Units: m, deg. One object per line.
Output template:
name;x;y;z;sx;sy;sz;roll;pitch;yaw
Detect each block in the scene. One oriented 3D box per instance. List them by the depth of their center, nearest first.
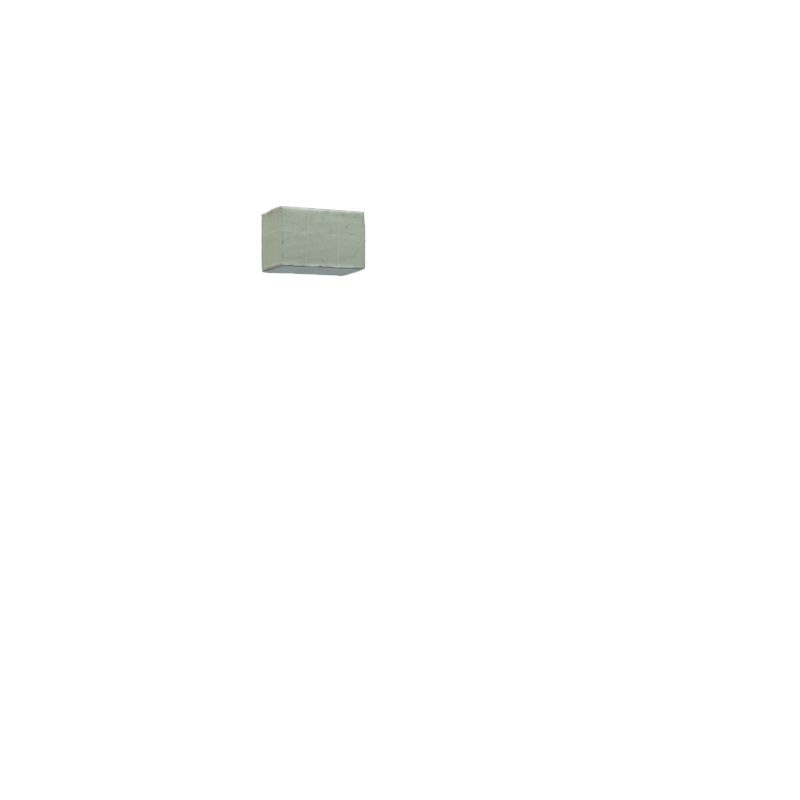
block;-0.074;-0.135;0.946;0.076;0.052;0.054;1;-4;-24
